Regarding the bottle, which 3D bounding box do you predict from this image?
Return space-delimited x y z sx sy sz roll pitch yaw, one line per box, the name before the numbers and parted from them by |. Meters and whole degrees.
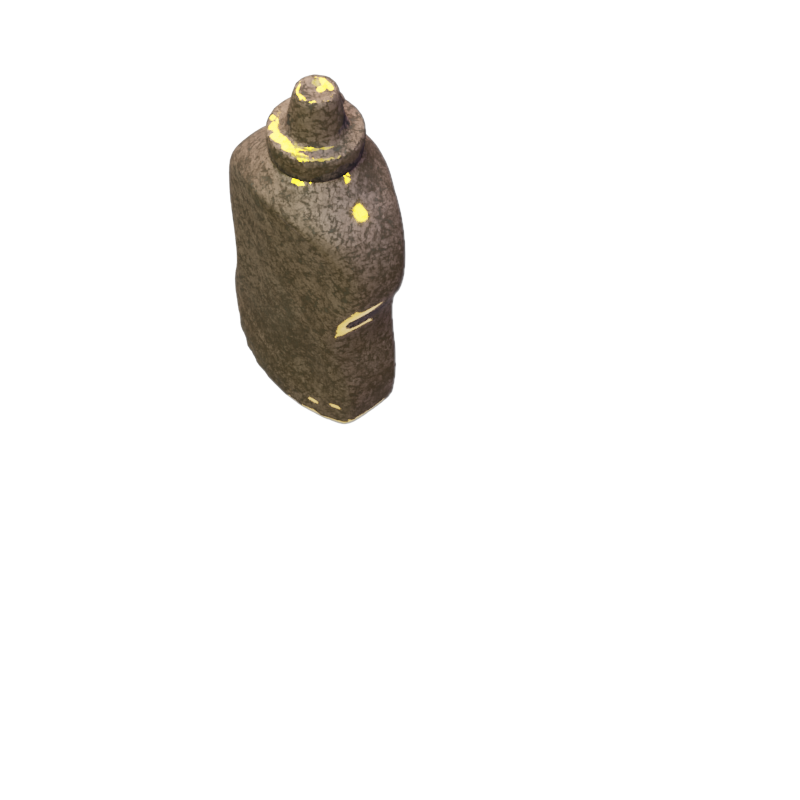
bottle | -0.039 -0.073 0.507 0.058 0.102 0.179 -31 -26 -22
